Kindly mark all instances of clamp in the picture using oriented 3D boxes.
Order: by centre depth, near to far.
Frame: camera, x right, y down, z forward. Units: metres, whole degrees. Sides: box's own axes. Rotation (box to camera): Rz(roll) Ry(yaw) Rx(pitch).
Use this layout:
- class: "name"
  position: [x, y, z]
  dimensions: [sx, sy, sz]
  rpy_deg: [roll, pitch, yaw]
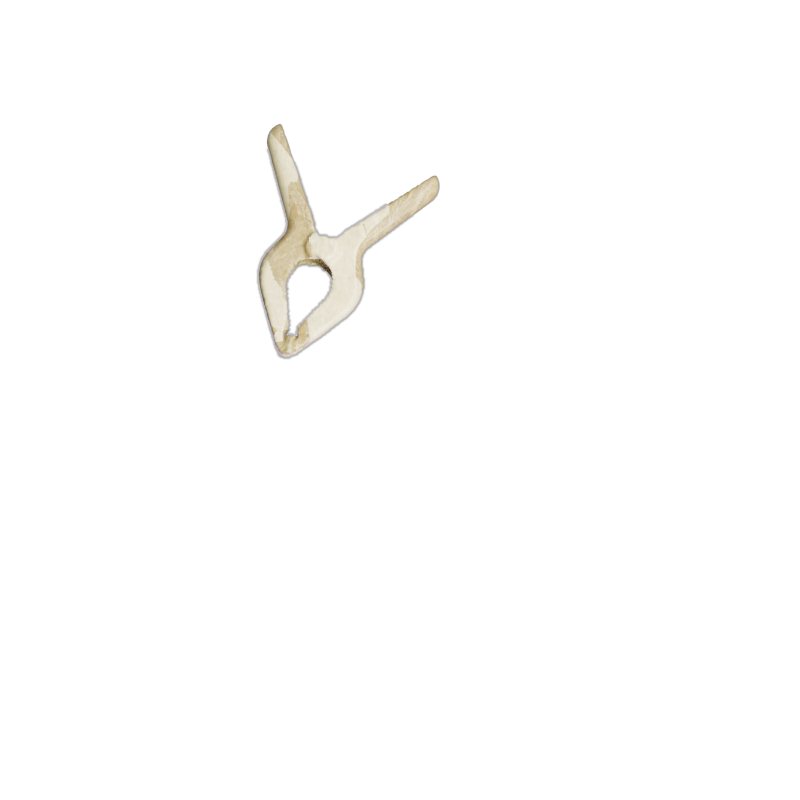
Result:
- class: "clamp"
  position: [-0.078, -0.142, 0.998]
  dimensions: [0.167, 0.215, 0.035]
  rpy_deg: [24, -14, 6]
